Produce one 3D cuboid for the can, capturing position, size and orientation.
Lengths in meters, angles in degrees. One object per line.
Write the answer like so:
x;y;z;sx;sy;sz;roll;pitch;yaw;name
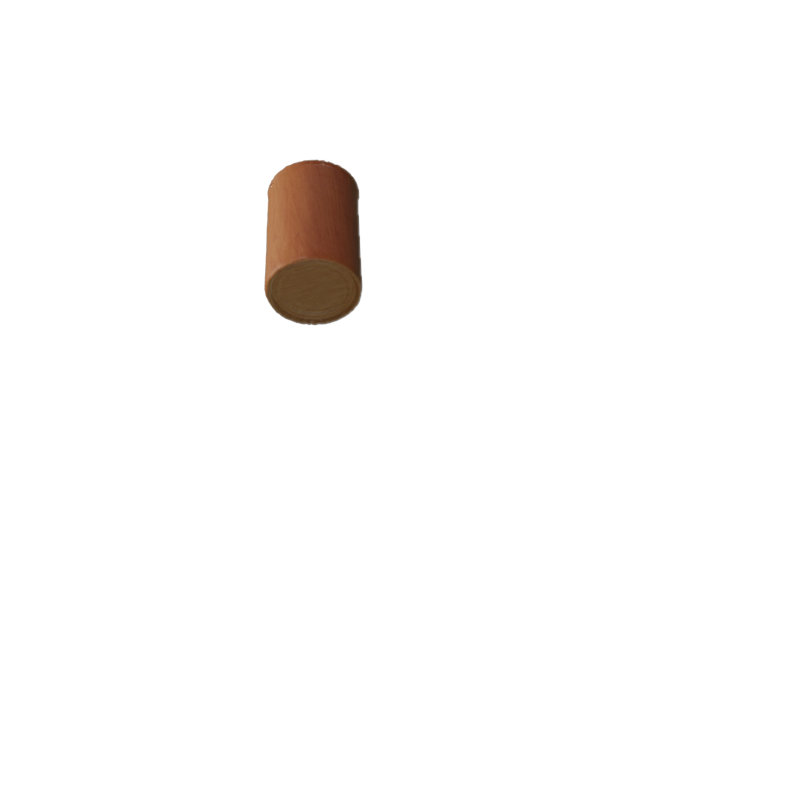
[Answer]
-0.061;-0.112;0.784;0.068;0.110;0.064;-1;-43;-3;can
